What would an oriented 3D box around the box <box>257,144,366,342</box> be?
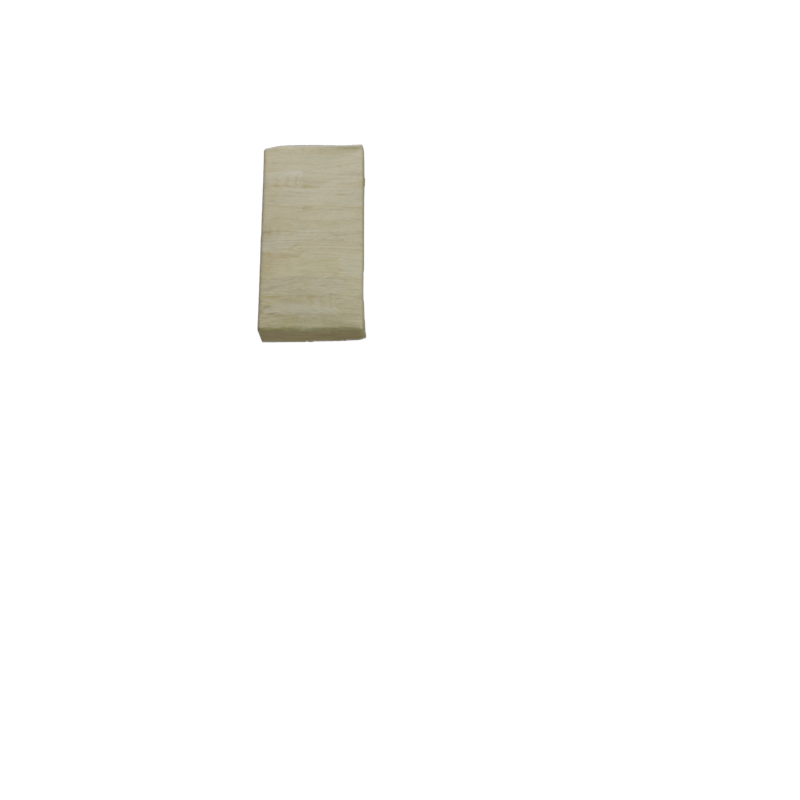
[{"bbox_3d":[-0.077,-0.141,0.986,0.094,0.184,0.046,-2,-18,2],"label":"box"}]
